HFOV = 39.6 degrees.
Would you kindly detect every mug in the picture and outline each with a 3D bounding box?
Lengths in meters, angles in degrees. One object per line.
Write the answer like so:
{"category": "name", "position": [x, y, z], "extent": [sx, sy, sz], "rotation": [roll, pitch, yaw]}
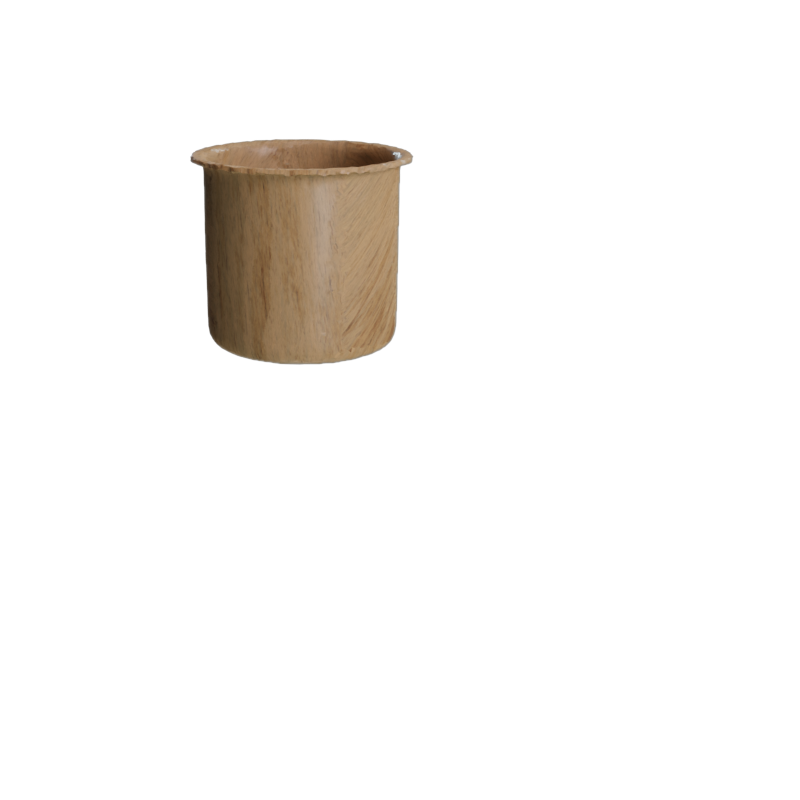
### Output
{"category": "mug", "position": [-0.038, -0.069, 0.483], "extent": [0.096, 0.079, 0.118], "rotation": [7, 19, 19]}
